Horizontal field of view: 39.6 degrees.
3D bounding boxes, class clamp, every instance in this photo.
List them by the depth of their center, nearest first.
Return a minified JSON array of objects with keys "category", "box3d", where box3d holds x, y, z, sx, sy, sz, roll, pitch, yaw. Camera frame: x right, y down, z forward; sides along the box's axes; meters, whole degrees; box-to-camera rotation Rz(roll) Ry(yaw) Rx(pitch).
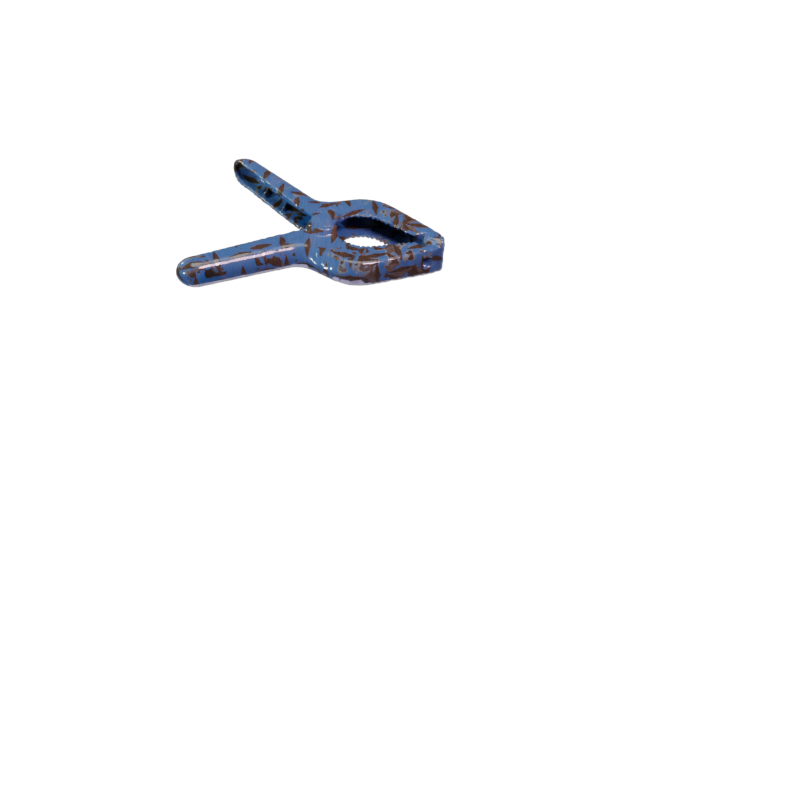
[{"category":"clamp","box3d":[-0.071,-0.130,0.912,0.216,0.034,0.172,14,45,14]}]
